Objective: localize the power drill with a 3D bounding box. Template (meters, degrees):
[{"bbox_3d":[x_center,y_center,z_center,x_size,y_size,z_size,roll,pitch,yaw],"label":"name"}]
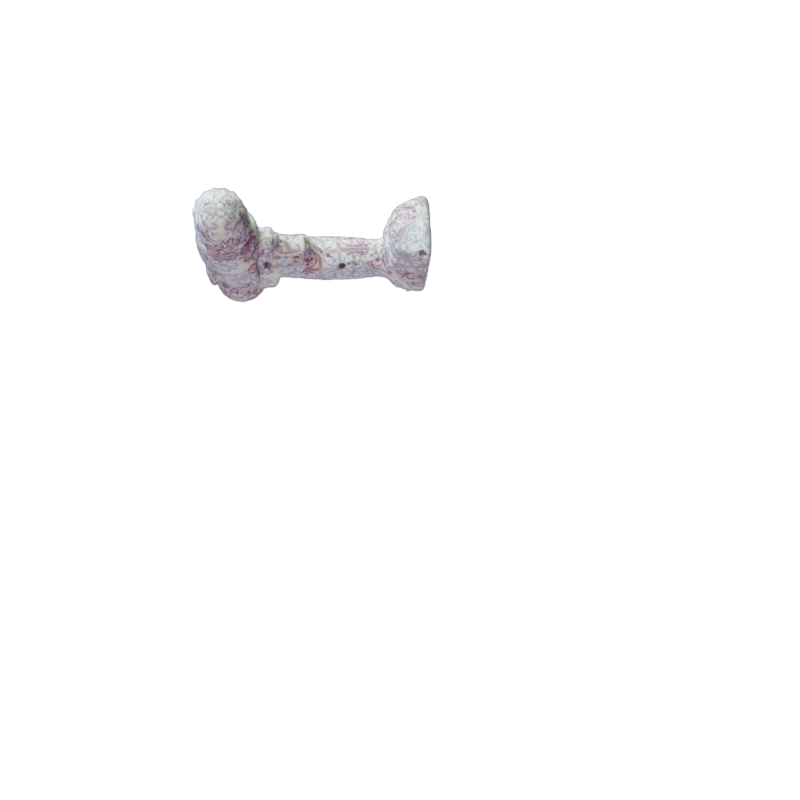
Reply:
[{"bbox_3d":[-0.071,-0.129,0.901,0.188,0.059,0.178,0,-12,1],"label":"power drill"}]
